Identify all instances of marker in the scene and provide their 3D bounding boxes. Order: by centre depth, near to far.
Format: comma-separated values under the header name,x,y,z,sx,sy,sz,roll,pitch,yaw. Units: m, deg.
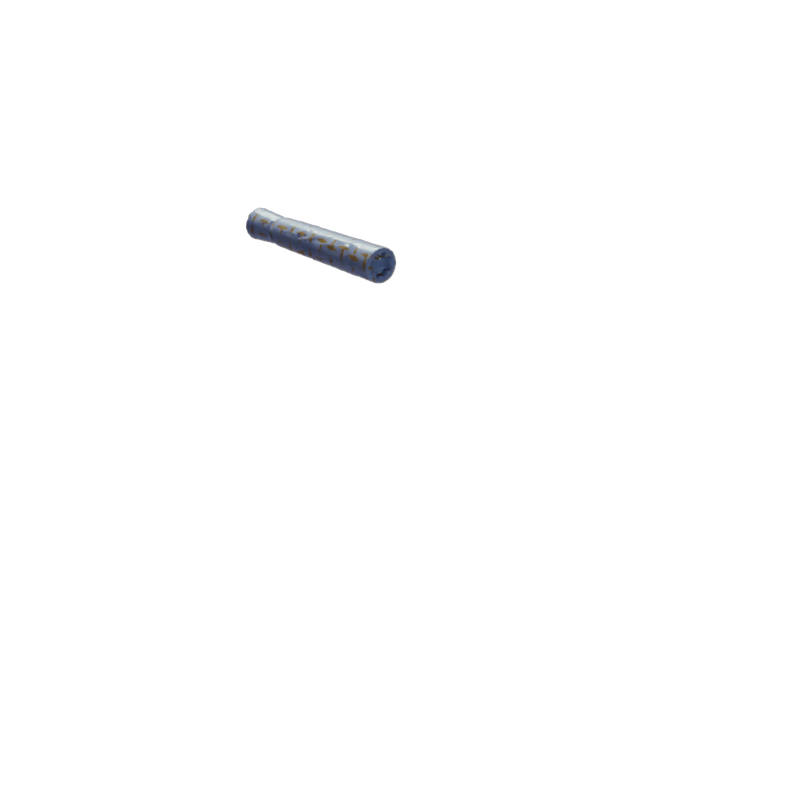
name,x,y,z,sx,sy,sz,roll,pitch,yaw
marker,-0.047,-0.085,0.599,0.019,0.019,0.129,-3,19,-37
